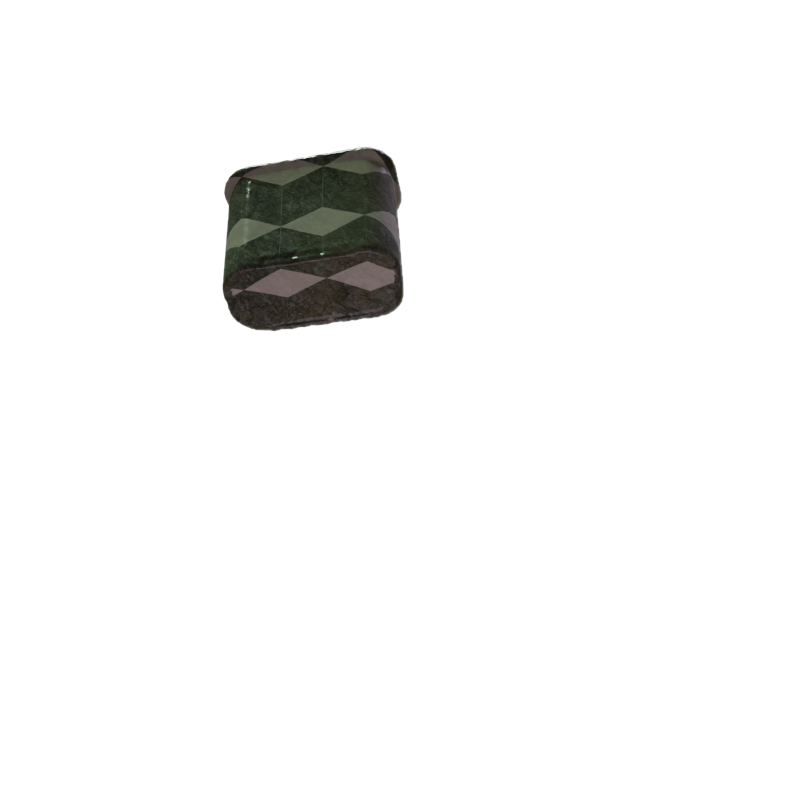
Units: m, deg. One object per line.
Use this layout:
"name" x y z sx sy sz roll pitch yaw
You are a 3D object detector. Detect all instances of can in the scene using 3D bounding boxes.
"can" -0.049 -0.089 0.623 0.103 0.090 0.053 -8 -43 7
